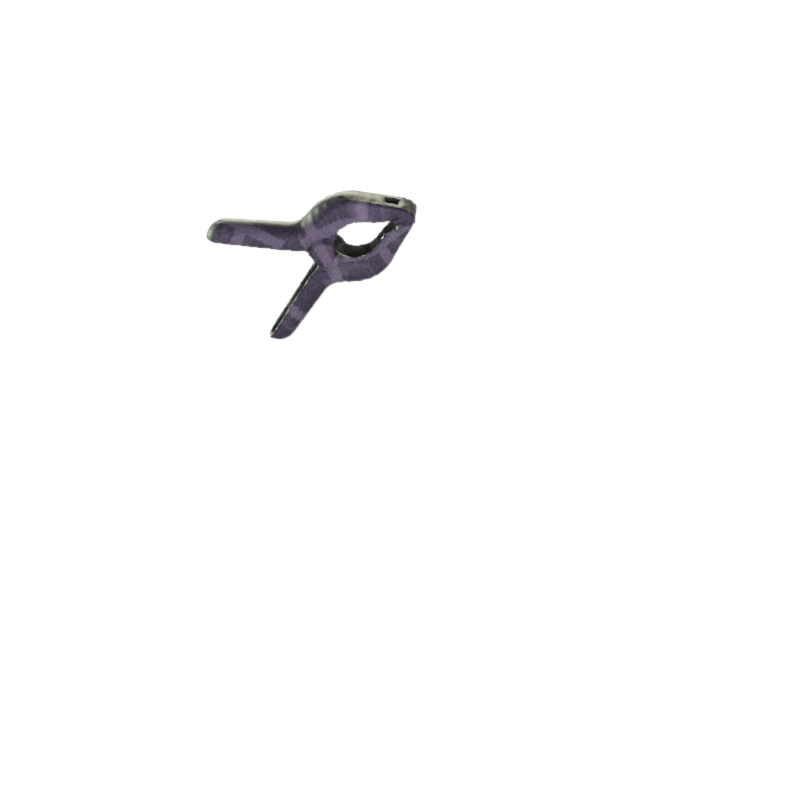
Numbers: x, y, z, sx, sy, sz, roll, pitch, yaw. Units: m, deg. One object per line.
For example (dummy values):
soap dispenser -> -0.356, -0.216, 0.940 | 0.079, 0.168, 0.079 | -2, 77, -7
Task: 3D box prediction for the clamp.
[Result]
clamp -> -0.072, -0.130, 0.914 | 0.171, 0.113, 0.042 | -31, 29, 19
